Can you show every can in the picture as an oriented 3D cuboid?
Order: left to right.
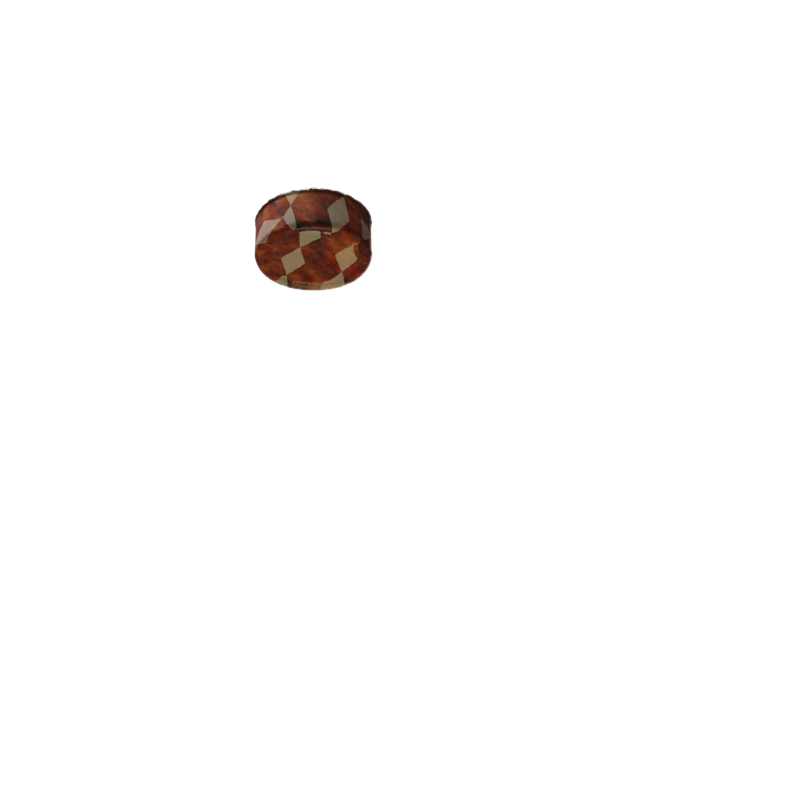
[{"bbox_3d":[-0.063,-0.115,0.803,0.086,0.036,0.081,1,-30,-2],"label":"can"}]
